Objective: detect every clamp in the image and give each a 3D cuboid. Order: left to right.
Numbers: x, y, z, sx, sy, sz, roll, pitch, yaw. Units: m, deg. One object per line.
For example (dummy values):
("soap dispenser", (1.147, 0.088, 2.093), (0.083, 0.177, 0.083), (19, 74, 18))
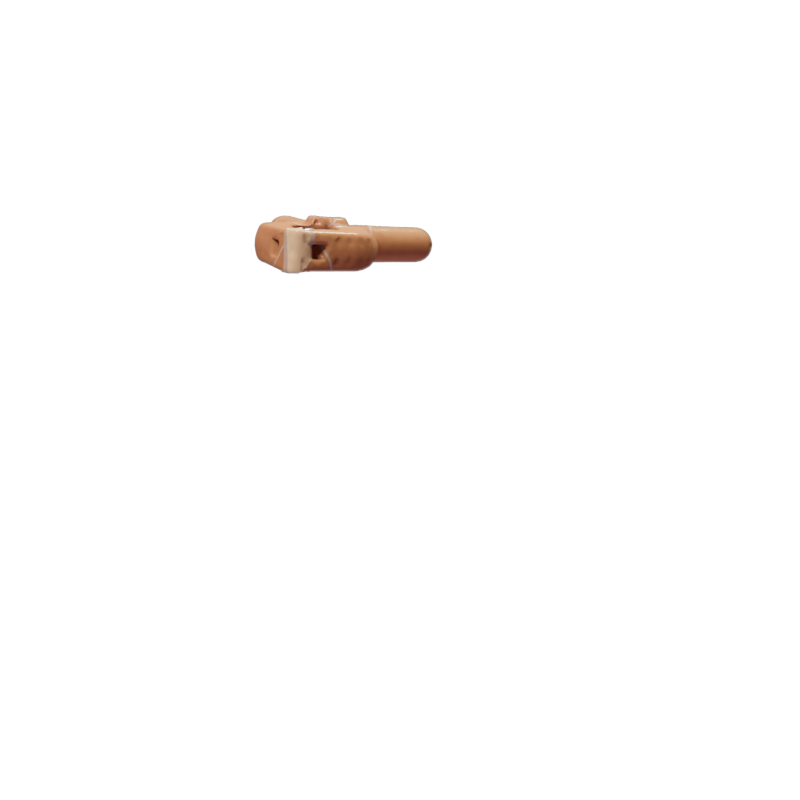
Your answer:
("clamp", (-0.058, -0.107, 0.747), (0.123, 0.039, 0.168), (3, 8, 21))
